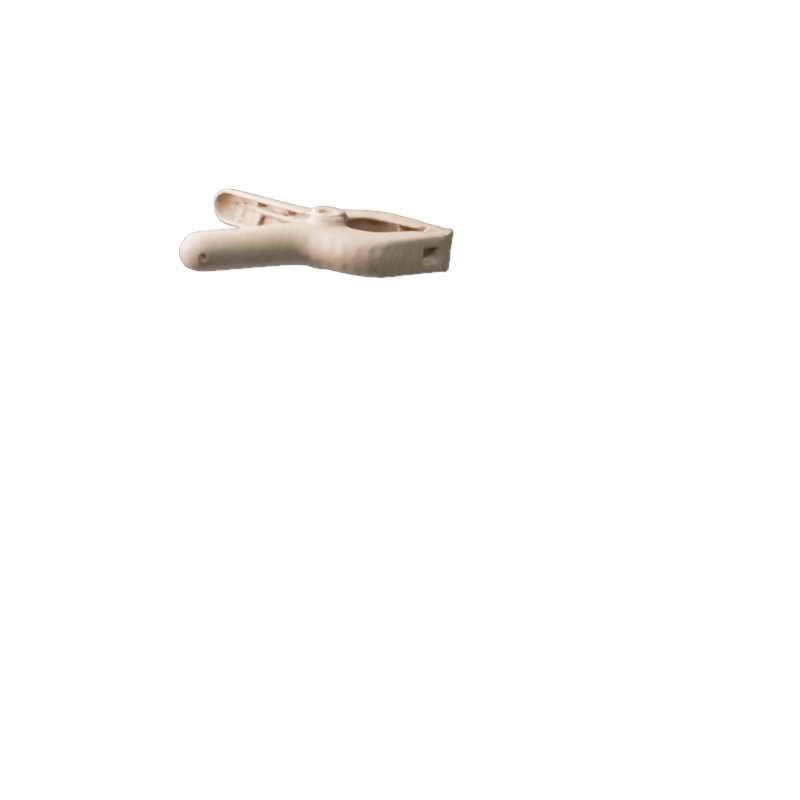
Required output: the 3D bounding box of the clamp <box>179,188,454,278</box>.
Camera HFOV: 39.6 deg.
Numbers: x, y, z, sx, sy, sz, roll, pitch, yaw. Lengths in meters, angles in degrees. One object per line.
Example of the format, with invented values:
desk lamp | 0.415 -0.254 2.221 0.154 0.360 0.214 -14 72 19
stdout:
clamp | -0.055 -0.101 0.707 0.175 0.037 0.125 7 30 12
